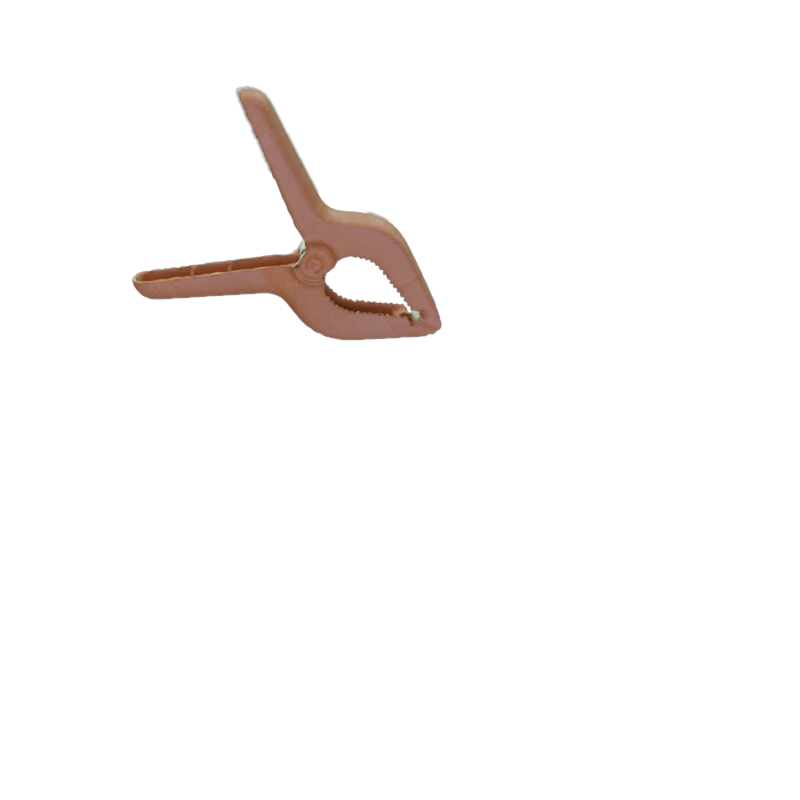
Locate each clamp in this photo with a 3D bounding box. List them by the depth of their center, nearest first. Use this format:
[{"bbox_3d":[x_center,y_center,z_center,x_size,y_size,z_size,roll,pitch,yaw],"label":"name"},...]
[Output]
[{"bbox_3d":[-0.060,-0.109,0.761,0.206,0.160,0.038,22,21,-9],"label":"clamp"}]
